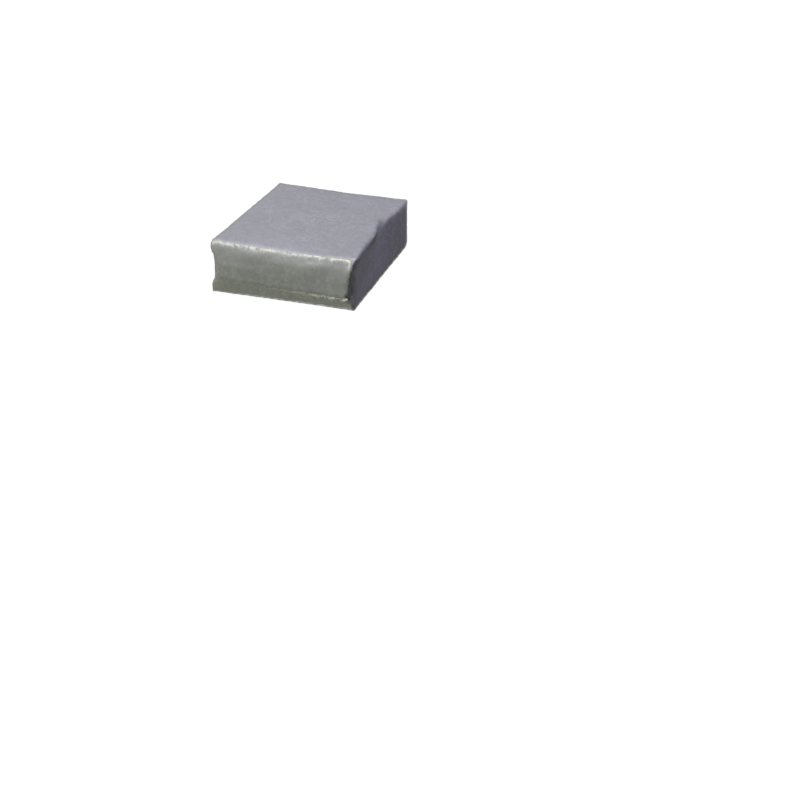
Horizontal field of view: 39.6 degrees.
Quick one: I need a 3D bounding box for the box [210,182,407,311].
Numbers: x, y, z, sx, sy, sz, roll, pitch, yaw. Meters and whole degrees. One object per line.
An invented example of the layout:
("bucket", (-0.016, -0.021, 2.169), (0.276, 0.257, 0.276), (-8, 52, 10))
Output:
("box", (-0.043, -0.079, 0.552), (0.075, 0.029, 0.092), (9, 30, 16))
